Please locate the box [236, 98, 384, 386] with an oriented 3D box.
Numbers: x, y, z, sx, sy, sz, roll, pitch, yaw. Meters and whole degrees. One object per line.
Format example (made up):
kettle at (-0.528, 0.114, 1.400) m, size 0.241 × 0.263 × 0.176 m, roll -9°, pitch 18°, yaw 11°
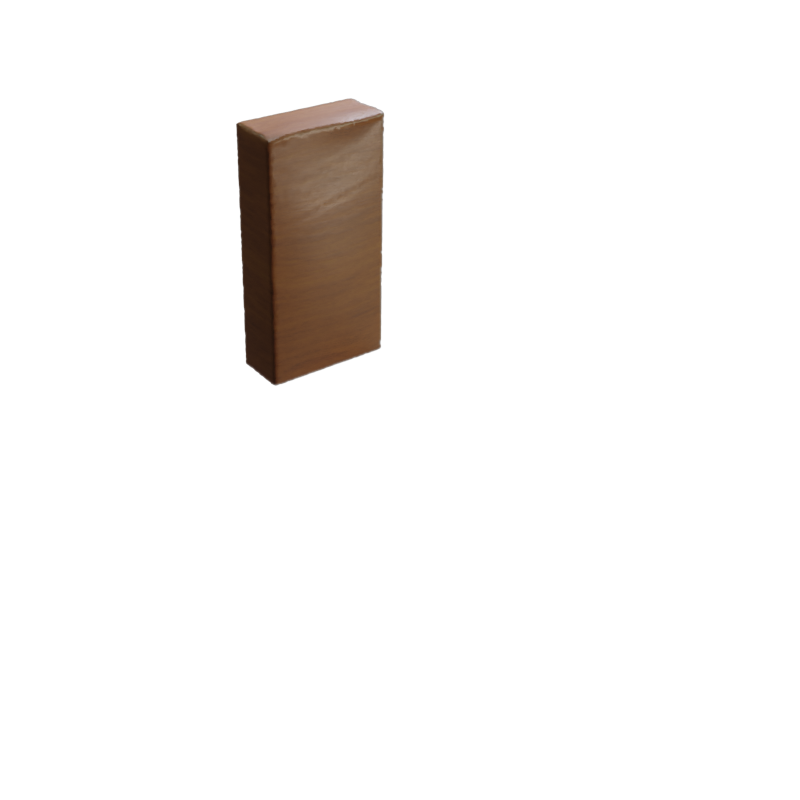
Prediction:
box at (-0.058, -0.106, 0.741) m, size 0.092 × 0.166 × 0.052 m, roll -19°, pitch 35°, yaw -32°
